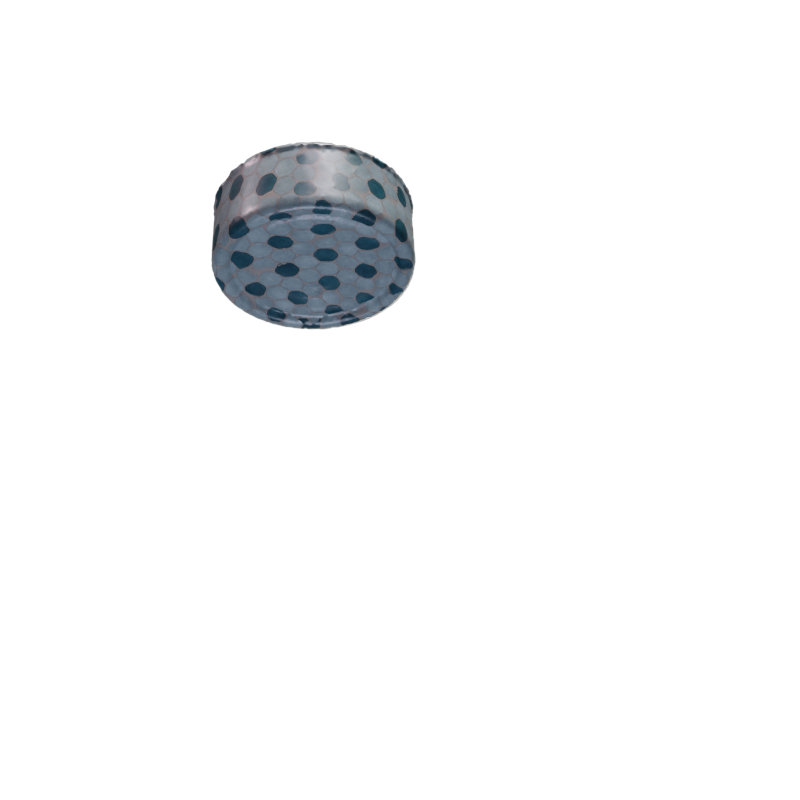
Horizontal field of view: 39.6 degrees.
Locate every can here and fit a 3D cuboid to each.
[{"bbox_3d":[-0.037,-0.067,0.467,0.086,0.036,0.080,1,-35,-2],"label":"can"}]
